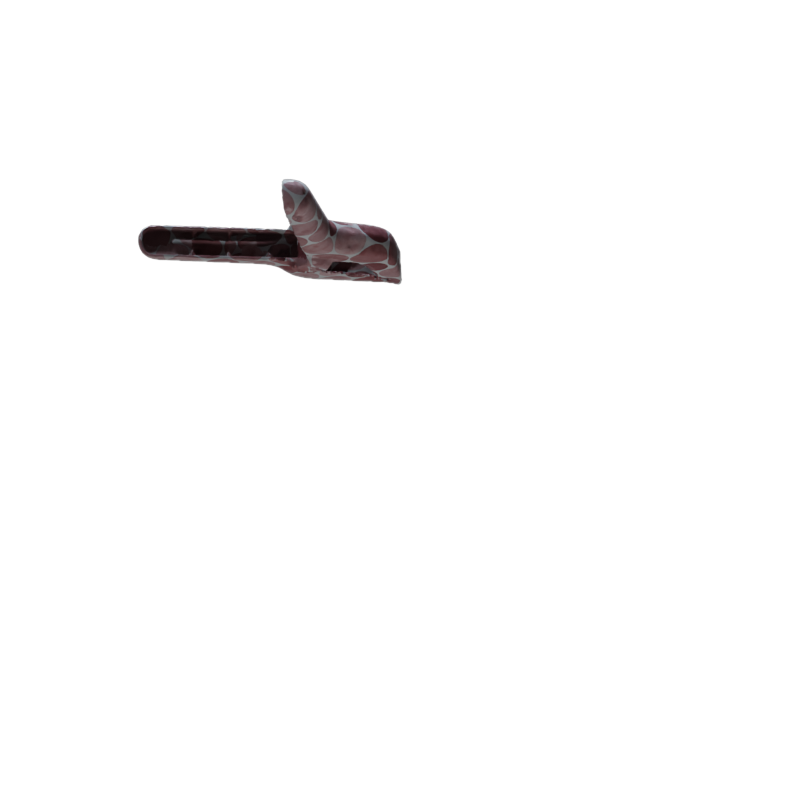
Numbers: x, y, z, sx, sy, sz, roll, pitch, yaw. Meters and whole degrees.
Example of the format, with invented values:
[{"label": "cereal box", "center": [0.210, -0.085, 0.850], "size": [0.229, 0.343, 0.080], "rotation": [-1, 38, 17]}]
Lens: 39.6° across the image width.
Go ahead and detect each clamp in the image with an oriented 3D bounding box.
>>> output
[{"label": "clamp", "center": [-0.064, -0.117, 0.820], "size": [0.200, 0.037, 0.168], "rotation": [6, -10, -40]}]
